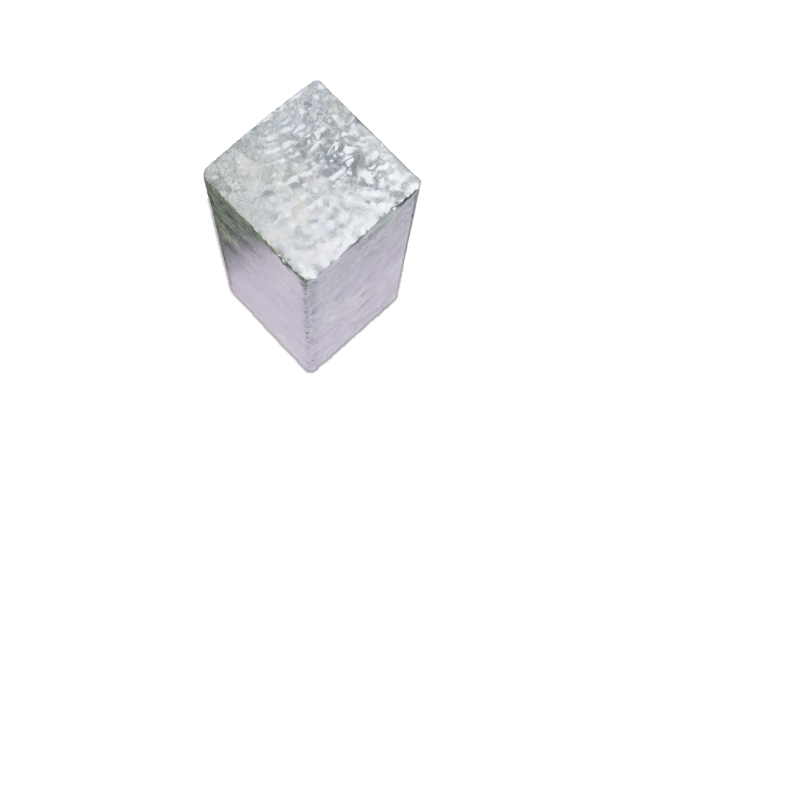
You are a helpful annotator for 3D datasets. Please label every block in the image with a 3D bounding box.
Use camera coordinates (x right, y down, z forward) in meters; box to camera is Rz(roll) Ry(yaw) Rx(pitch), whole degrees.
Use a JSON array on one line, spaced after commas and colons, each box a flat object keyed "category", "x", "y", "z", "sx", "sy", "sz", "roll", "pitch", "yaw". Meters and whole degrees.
[{"category": "block", "x": -0.056, "y": -0.101, "z": 0.706, "sx": 0.091, "sy": 0.093, "sz": 0.199, "roll": -42, "pitch": -8, "yaw": -12}]
